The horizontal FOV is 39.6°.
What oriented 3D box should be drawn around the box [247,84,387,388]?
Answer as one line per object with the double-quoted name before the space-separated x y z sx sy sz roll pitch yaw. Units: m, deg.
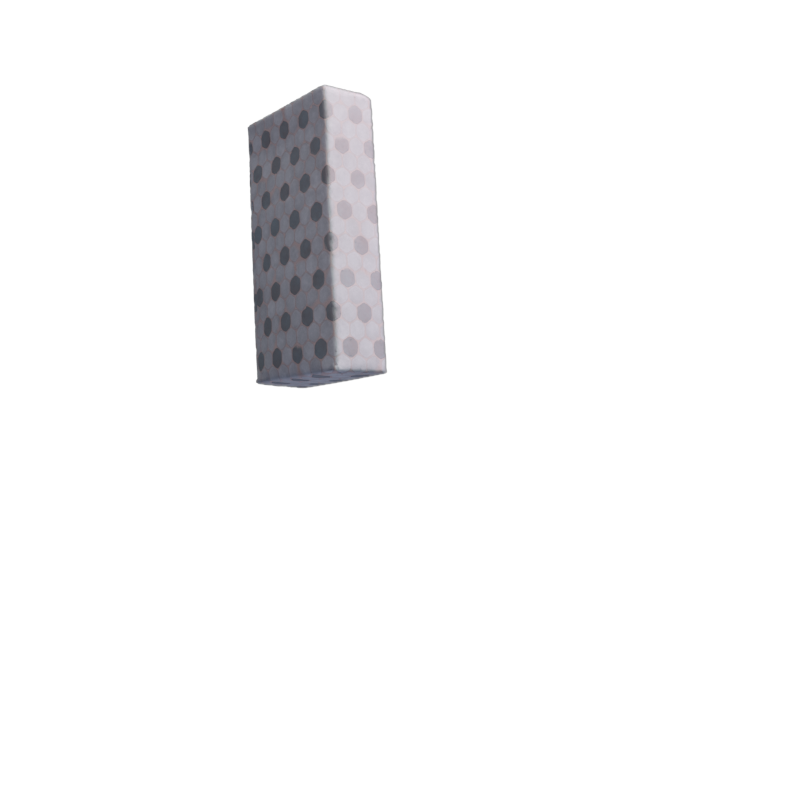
"box" -0.054 -0.100 0.700 0.046 0.182 0.095 9 -15 -37
